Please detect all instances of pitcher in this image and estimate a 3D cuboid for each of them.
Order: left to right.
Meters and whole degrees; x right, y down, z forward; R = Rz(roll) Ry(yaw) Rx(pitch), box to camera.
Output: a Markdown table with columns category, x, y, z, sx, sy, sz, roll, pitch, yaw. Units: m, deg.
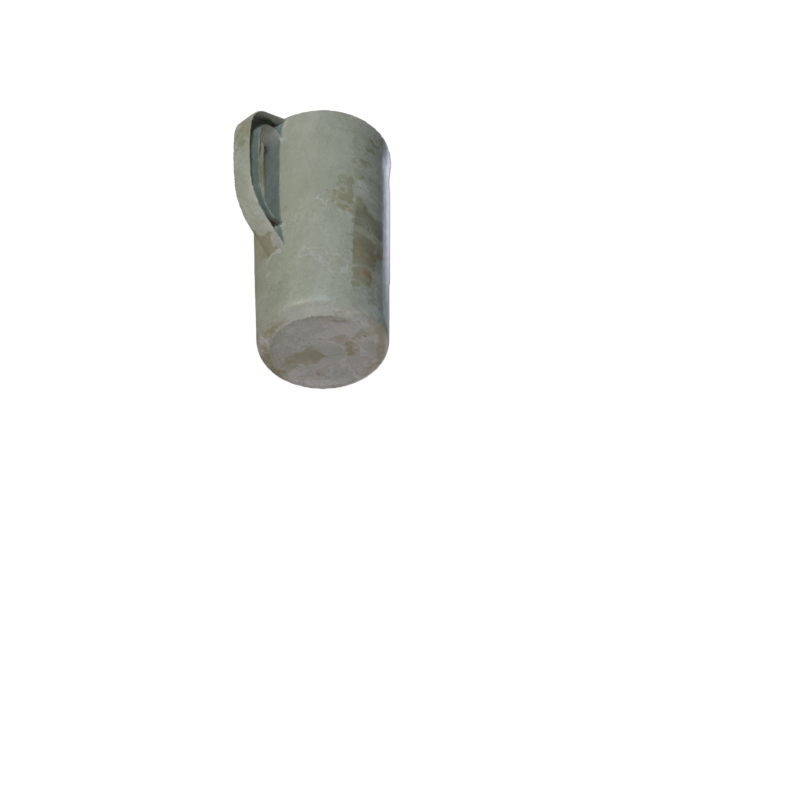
| category | x | y | z | sx | sy | sz | roll | pitch | yaw |
| --- | --- | --- | --- | --- | --- | --- | --- | --- | --- |
| pitcher | -0.076 | -0.139 | 0.970 | 0.148 | 0.261 | 0.136 | 2 | -43 | -6 |
